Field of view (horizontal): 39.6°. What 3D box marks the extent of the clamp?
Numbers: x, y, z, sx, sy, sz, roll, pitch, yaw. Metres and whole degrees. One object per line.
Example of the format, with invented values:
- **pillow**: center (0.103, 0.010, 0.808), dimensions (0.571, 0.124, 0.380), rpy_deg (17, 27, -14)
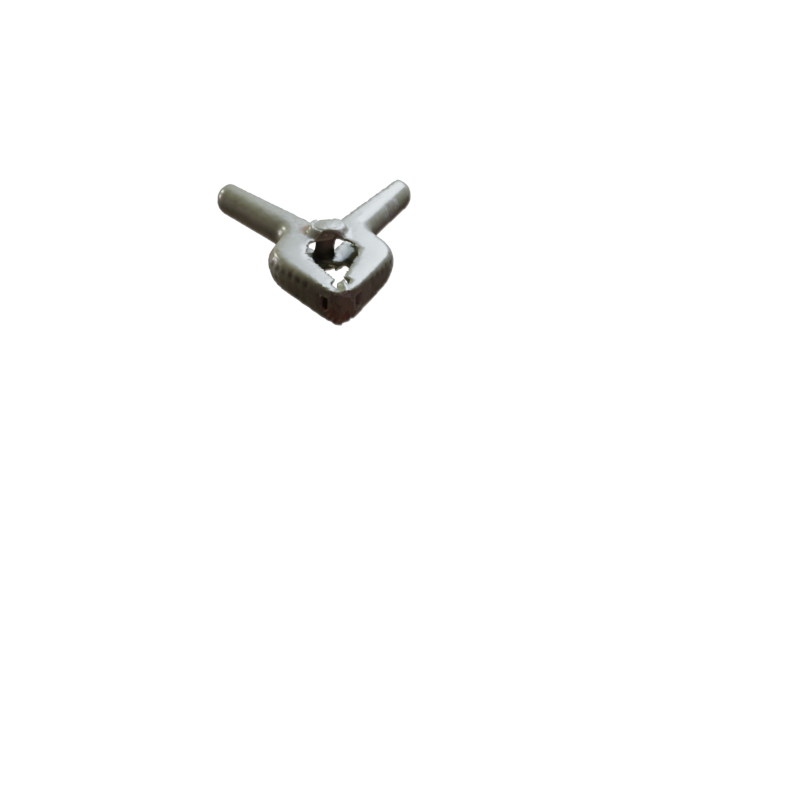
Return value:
- **clamp**: center (-0.068, -0.125, 0.873), dimensions (0.164, 0.034, 0.223), rpy_deg (-1, 33, -1)
